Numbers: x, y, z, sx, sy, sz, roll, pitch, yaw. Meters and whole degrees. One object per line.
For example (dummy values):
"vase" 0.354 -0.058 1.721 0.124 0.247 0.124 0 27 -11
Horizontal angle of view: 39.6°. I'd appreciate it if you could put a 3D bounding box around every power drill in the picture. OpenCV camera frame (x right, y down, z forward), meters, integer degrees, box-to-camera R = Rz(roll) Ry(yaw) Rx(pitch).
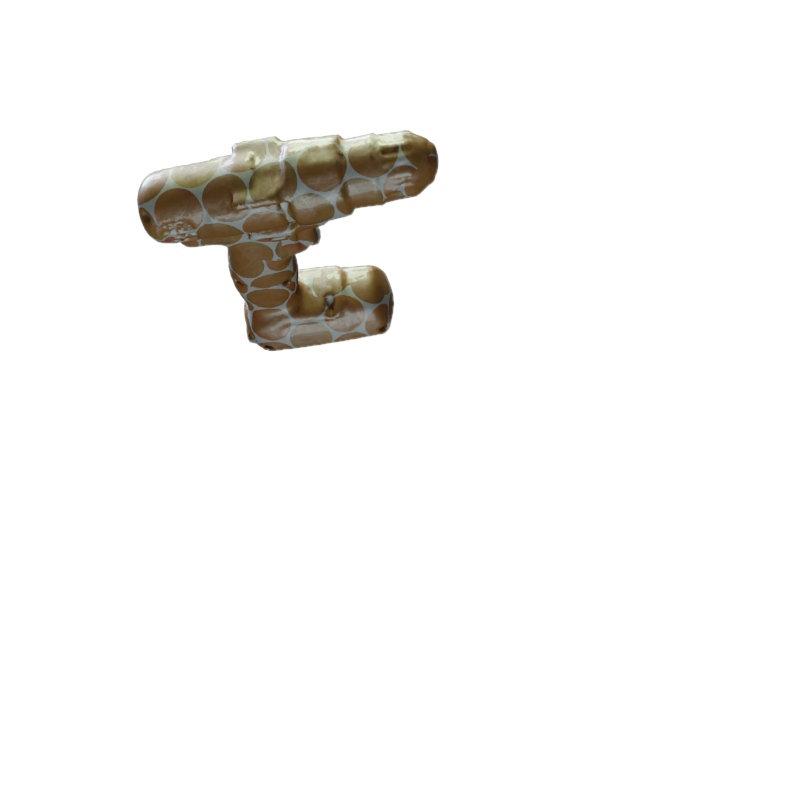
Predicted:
"power drill" -0.057 -0.103 0.724 0.186 0.061 0.174 -6 -29 10
